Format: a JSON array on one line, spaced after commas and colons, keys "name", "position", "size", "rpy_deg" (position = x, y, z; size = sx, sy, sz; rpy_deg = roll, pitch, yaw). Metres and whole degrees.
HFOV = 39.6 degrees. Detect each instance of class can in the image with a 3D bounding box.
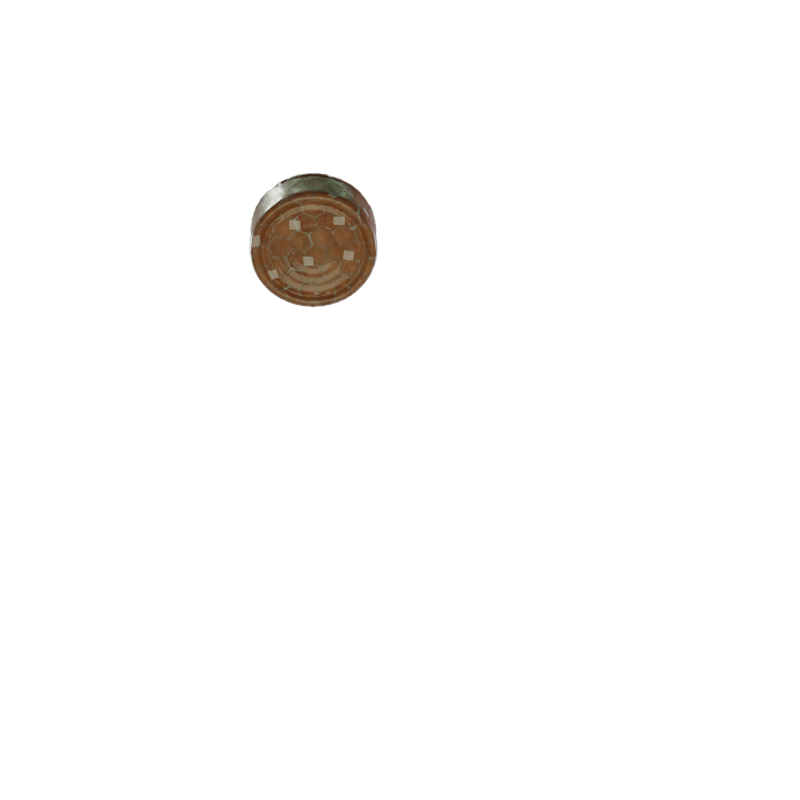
[{"name": "can", "position": [-0.058, -0.106, 0.740], "size": [0.086, 0.081, 0.036], "rpy_deg": [1, 28, -1]}]
